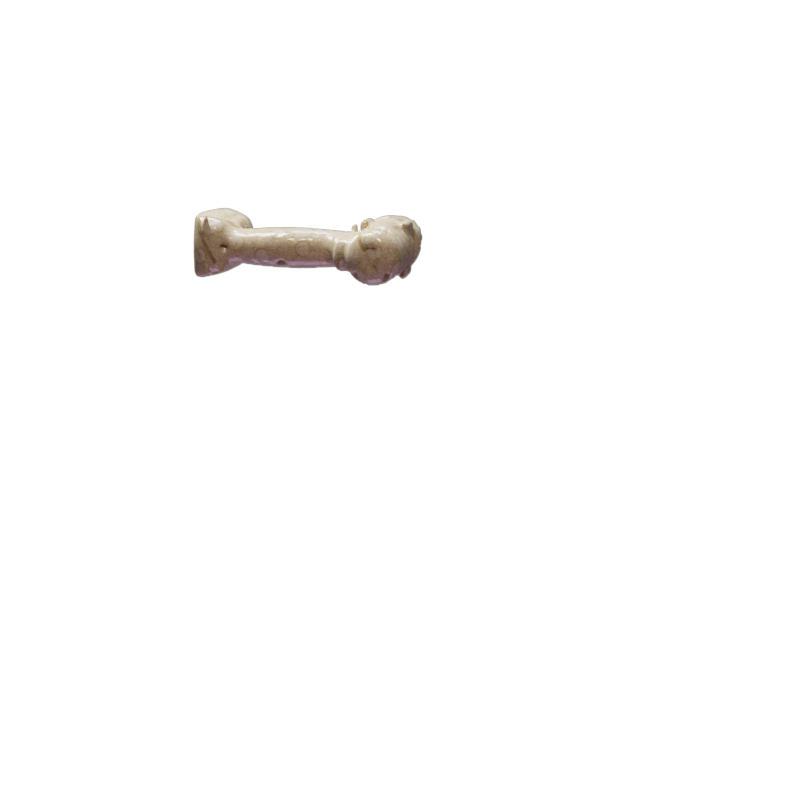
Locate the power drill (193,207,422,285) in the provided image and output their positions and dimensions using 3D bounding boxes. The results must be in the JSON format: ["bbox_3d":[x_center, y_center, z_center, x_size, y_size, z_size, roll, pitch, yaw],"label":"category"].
[{"bbox_3d":[-0.077,-0.140,0.979,0.191,0.056,0.185,2,12,10],"label":"power drill"}]
